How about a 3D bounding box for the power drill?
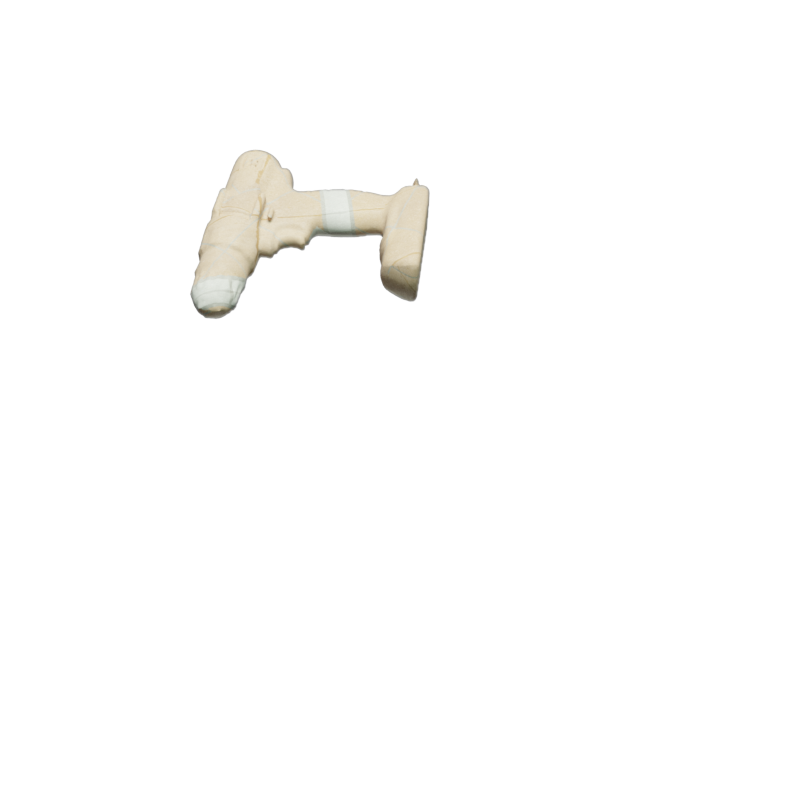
[{"bbox_3d":[-0.074,-0.135,0.943,0.190,0.196,0.053,8,-38,6],"label":"power drill"}]
